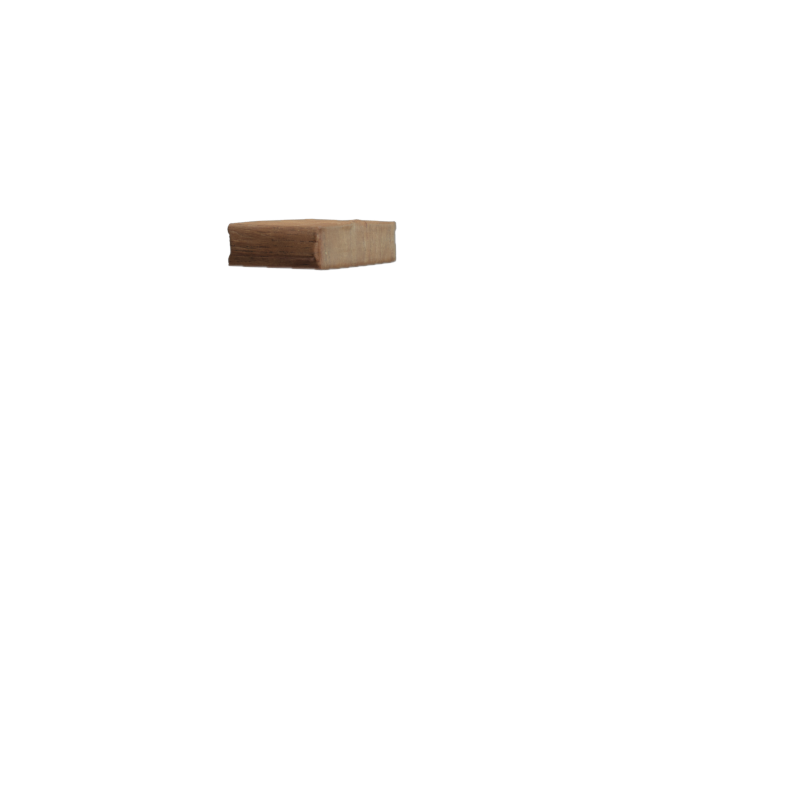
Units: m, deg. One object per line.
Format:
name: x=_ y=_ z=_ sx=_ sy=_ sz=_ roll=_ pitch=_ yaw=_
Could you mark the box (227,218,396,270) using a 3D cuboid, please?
box: x=-0.056 y=-0.102 z=0.714 sx=0.076 sy=0.030 sz=0.087 roll=7 pitch=12 yaw=34
